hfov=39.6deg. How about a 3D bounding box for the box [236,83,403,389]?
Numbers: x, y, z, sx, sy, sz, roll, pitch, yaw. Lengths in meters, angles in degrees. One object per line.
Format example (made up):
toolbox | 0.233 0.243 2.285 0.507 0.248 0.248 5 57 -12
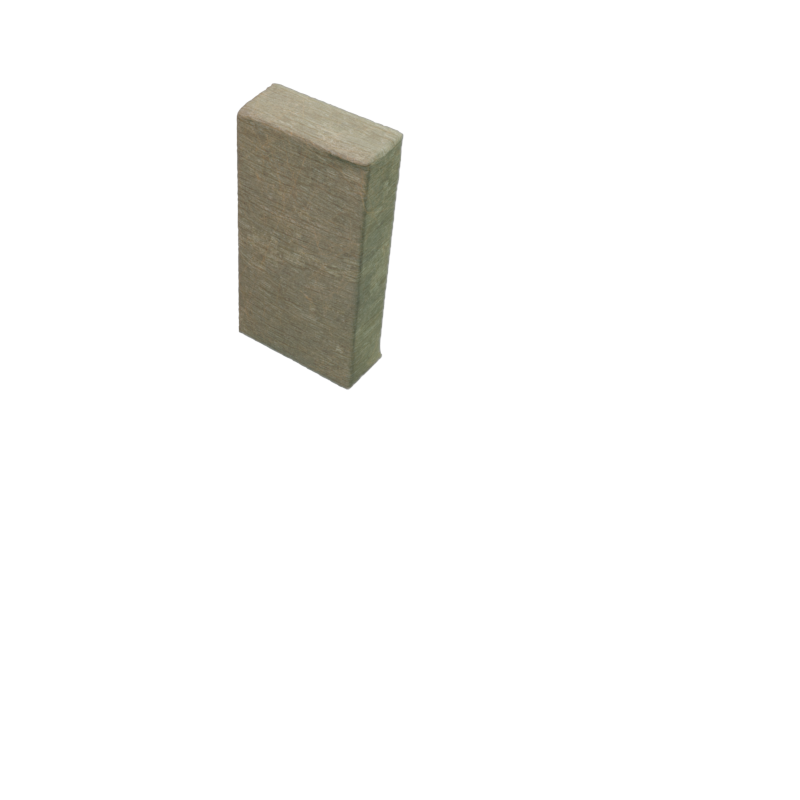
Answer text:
box | -0.053 -0.096 0.676 0.098 0.164 0.049 27 49 22
